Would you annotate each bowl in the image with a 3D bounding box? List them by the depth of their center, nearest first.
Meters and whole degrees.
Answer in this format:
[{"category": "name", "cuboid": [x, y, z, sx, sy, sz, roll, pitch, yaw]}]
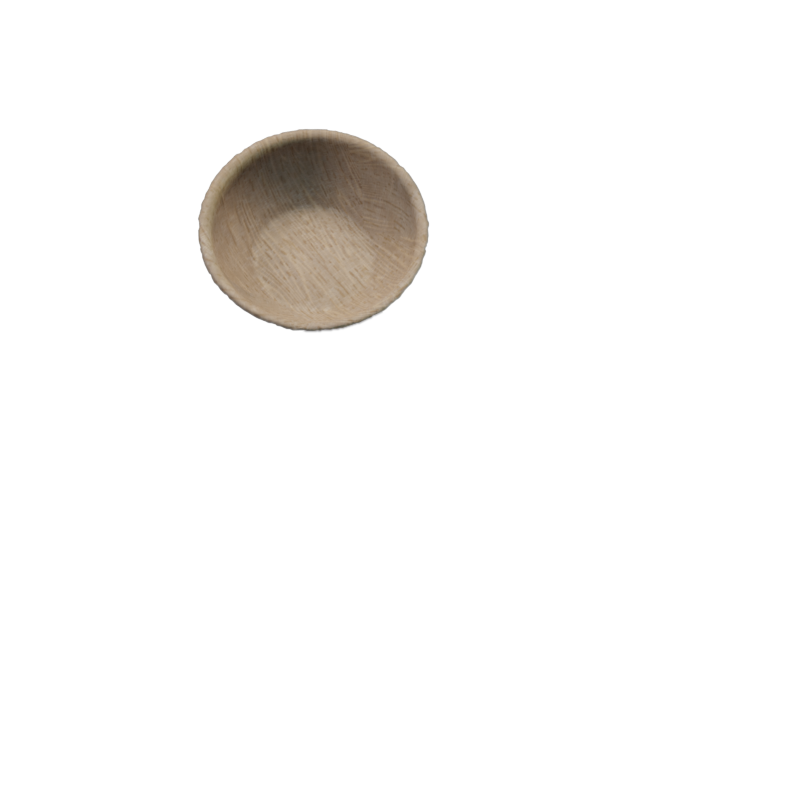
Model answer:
[{"category": "bowl", "cuboid": [-0.063, -0.114, 0.799, 0.162, 0.172, 0.052, -1, -26, -1]}]
